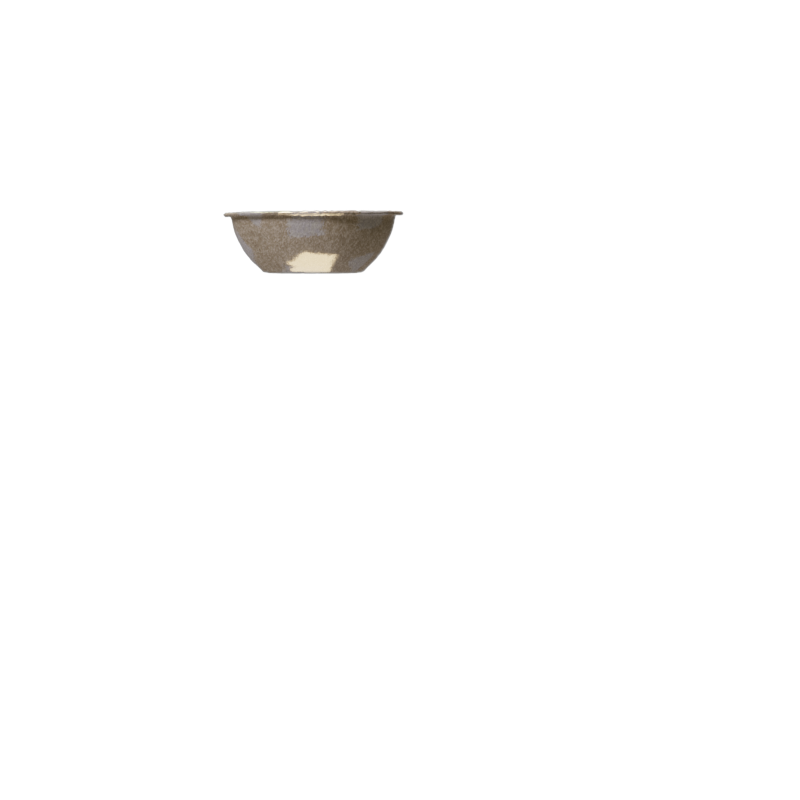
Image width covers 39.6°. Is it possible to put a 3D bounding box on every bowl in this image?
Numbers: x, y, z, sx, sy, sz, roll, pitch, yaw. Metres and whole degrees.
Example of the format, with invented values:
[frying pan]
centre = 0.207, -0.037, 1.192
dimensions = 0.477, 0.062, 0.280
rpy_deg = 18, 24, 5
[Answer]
[bowl]
centre = -0.078, -0.142, 0.997
dimensions = 0.162, 0.054, 0.164
rpy_deg = 0, 8, -2
